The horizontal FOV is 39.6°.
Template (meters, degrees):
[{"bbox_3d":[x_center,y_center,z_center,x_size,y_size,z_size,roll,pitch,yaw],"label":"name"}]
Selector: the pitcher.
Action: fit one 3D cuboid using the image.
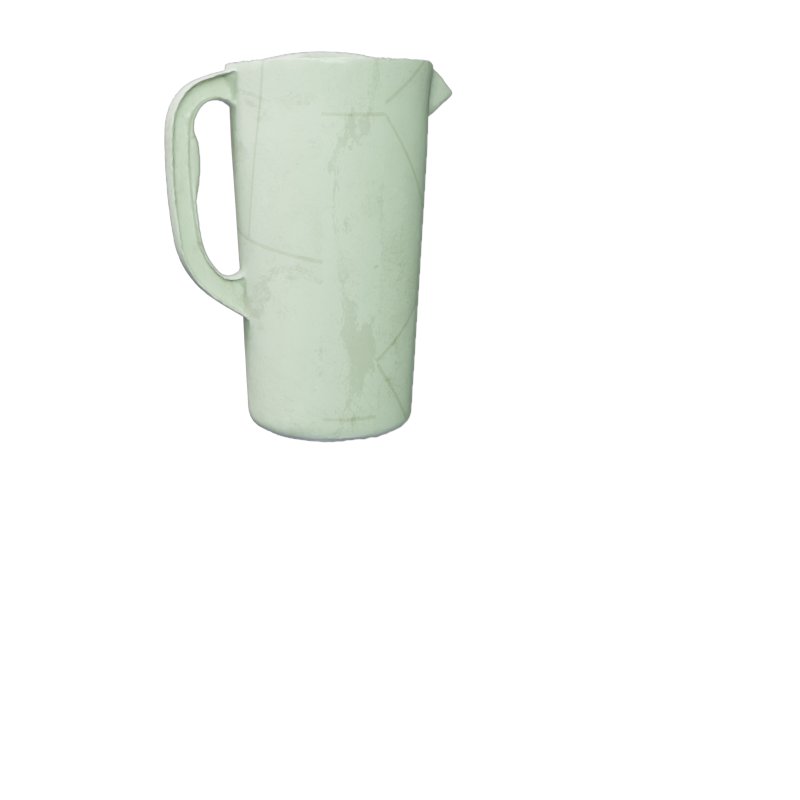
[{"bbox_3d":[-0.056,-0.102,0.717,0.154,0.239,0.143,4,9,24],"label":"pitcher"}]
